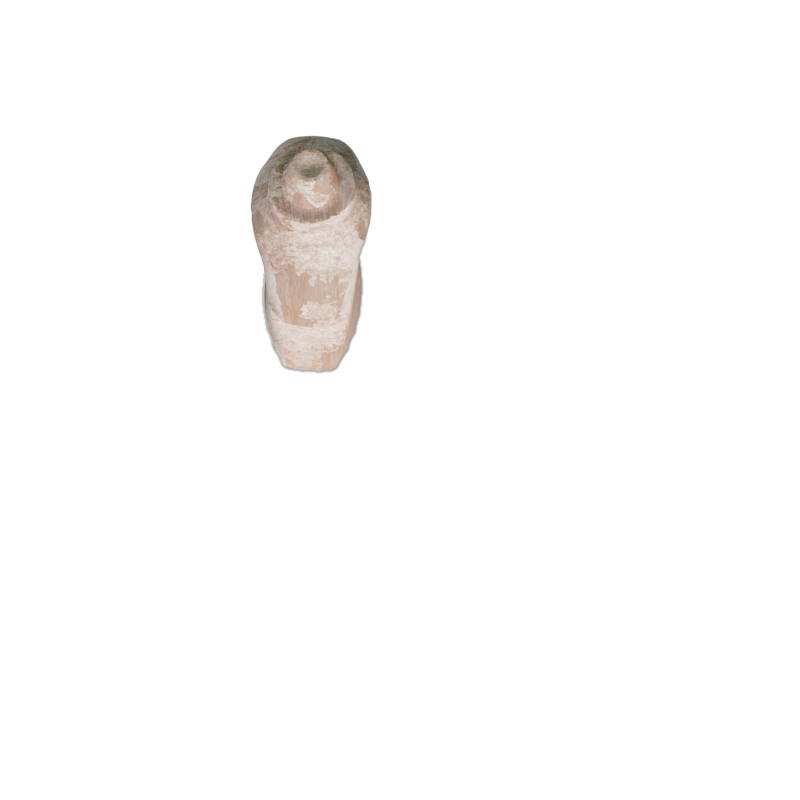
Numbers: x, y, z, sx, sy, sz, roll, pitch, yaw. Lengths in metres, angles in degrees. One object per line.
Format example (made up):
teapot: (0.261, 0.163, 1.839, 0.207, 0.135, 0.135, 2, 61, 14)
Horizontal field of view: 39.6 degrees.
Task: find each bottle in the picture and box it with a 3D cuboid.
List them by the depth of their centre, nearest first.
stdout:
bottle: (-0.045, -0.082, 0.574, 0.058, 0.100, 0.185, 4, -15, -3)
